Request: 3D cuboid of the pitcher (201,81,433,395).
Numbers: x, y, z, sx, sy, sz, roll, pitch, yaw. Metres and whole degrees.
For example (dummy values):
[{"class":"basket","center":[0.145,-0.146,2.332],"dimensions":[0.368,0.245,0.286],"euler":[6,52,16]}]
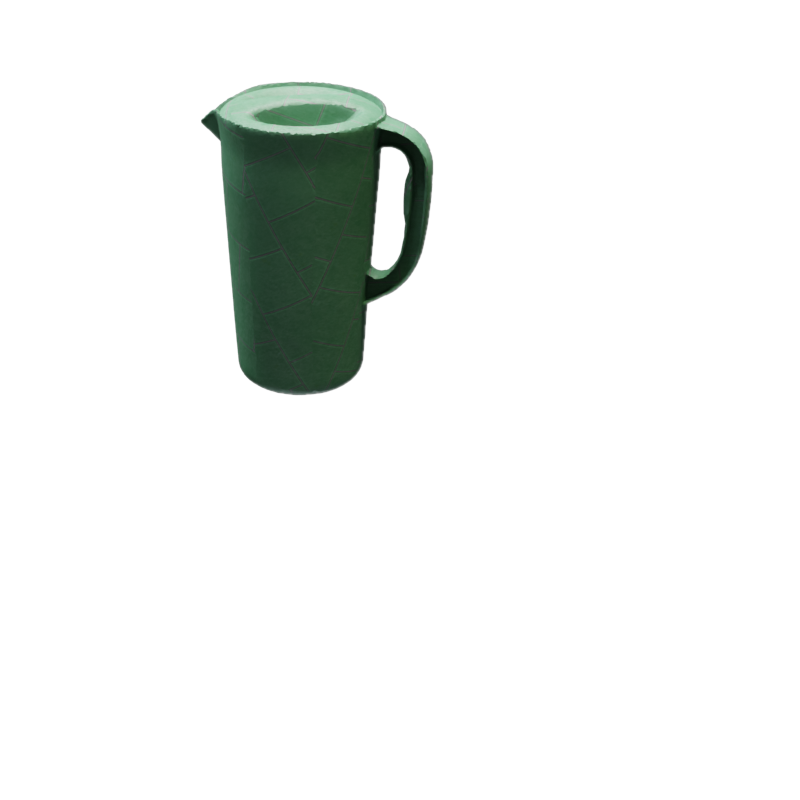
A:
[{"class":"pitcher","center":[-0.071,-0.129,0.905],"dimensions":[0.142,0.230,0.160],"euler":[-14,31,-27]}]
